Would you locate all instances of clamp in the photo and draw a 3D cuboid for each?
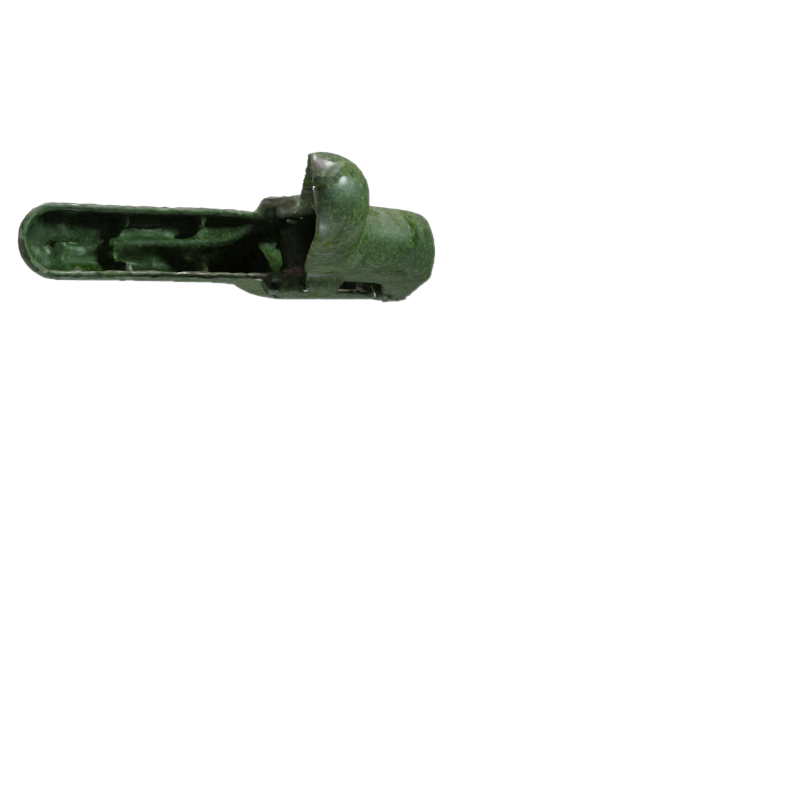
[{"bbox_3d":[-0.030,-0.055,0.386,0.124,0.039,0.165,2,4,35],"label":"clamp"}]
